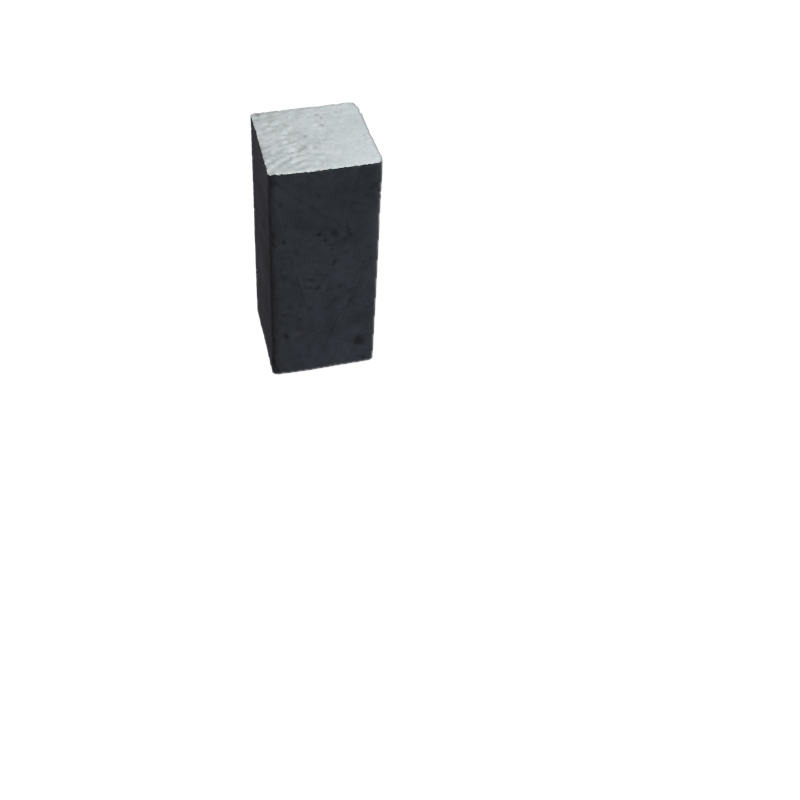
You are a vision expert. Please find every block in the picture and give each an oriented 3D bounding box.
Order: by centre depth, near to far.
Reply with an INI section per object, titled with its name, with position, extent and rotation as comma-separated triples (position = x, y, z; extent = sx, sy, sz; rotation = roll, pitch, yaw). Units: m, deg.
[block]
position = -0.071, -0.131, 0.917
extent = 0.089, 0.192, 0.098
rotation = -8, 42, -12
